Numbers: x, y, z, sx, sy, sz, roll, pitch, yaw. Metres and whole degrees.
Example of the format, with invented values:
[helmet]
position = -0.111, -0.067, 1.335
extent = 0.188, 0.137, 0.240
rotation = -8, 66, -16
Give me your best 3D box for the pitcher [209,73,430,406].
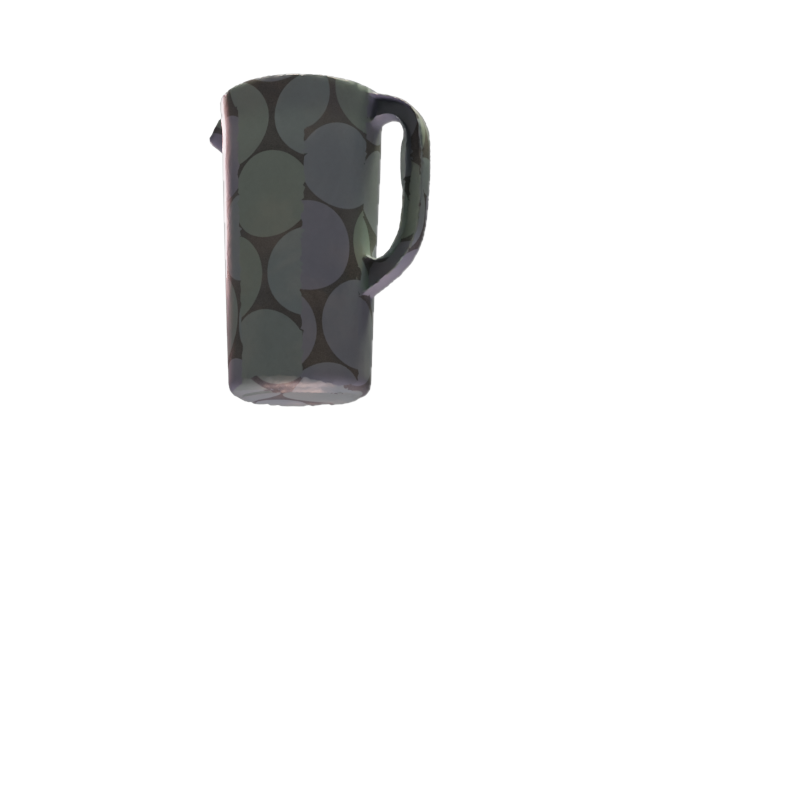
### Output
[pitcher]
position = -0.067, -0.123, 0.858
extent = 0.141, 0.251, 0.149
rotation = 4, -14, -22
